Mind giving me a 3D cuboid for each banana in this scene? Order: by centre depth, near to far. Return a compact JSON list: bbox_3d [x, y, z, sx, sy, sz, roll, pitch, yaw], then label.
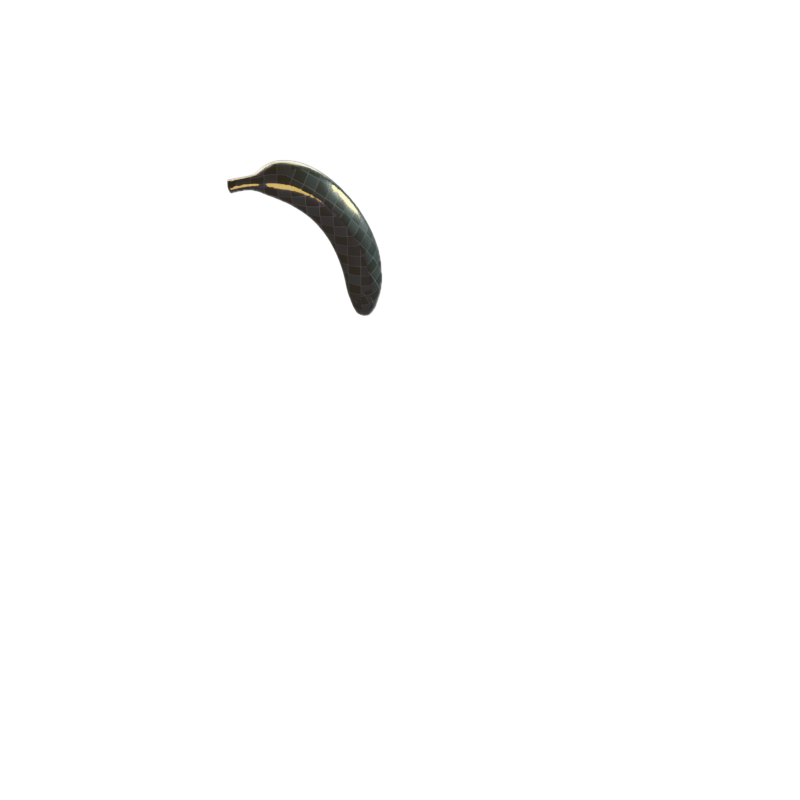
[{"bbox_3d":[-0.064,-0.150,0.971,0.069,0.039,0.185,-30,-54,24],"label":"banana"}]
